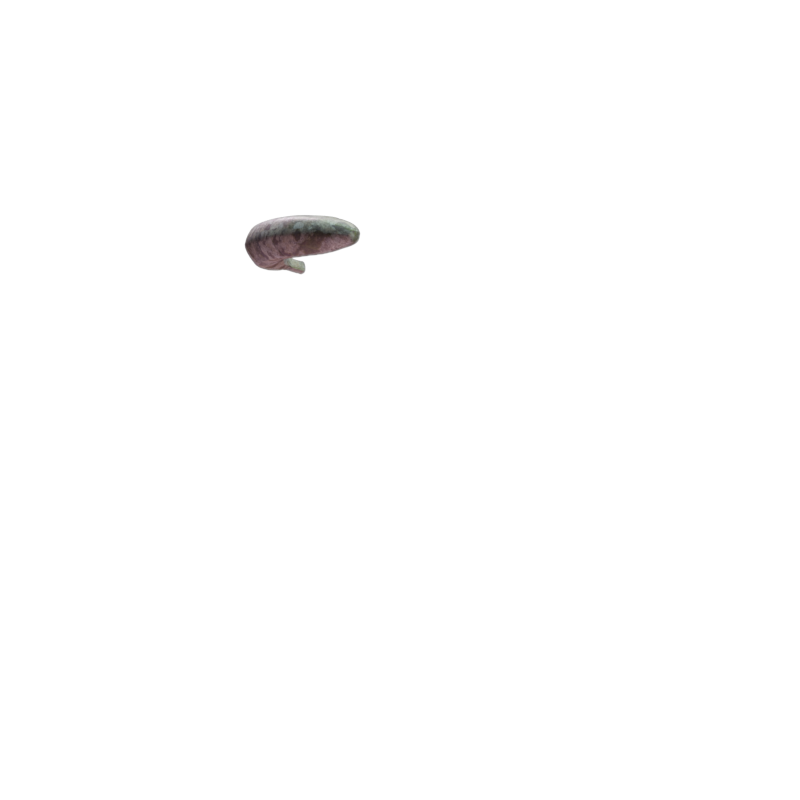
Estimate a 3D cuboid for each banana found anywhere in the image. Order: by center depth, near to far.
[{"bbox_3d":[-0.093,-0.135,0.942,0.068,0.037,0.200,0,1,-17],"label":"banana"}]
